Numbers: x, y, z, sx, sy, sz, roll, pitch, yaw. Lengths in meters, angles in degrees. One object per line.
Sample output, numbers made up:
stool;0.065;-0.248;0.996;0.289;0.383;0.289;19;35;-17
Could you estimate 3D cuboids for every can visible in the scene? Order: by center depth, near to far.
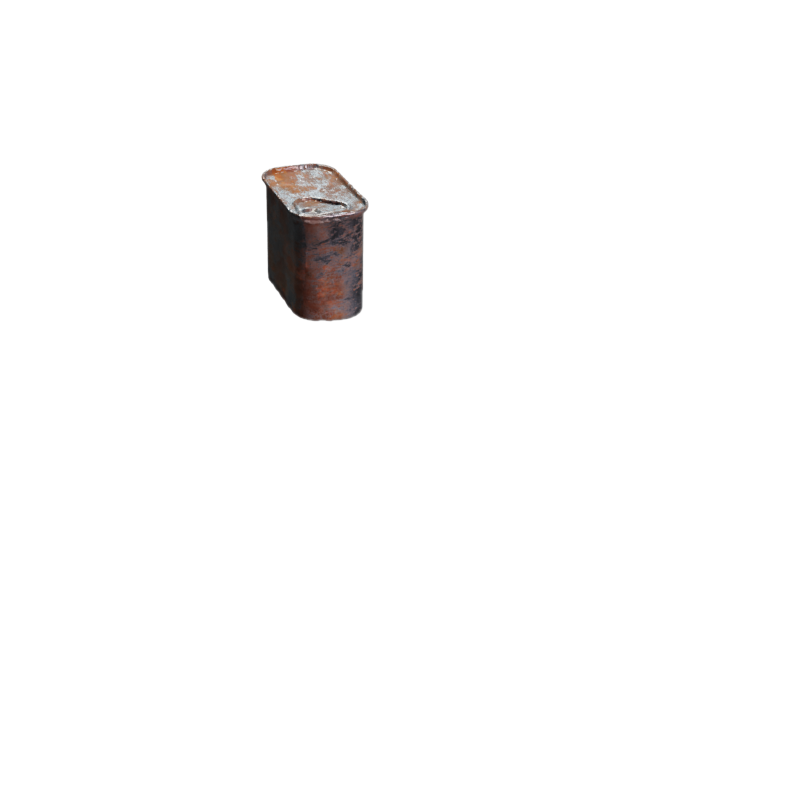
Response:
can;-0.063;-0.115;0.804;0.056;0.079;0.109;-9;30;-19
